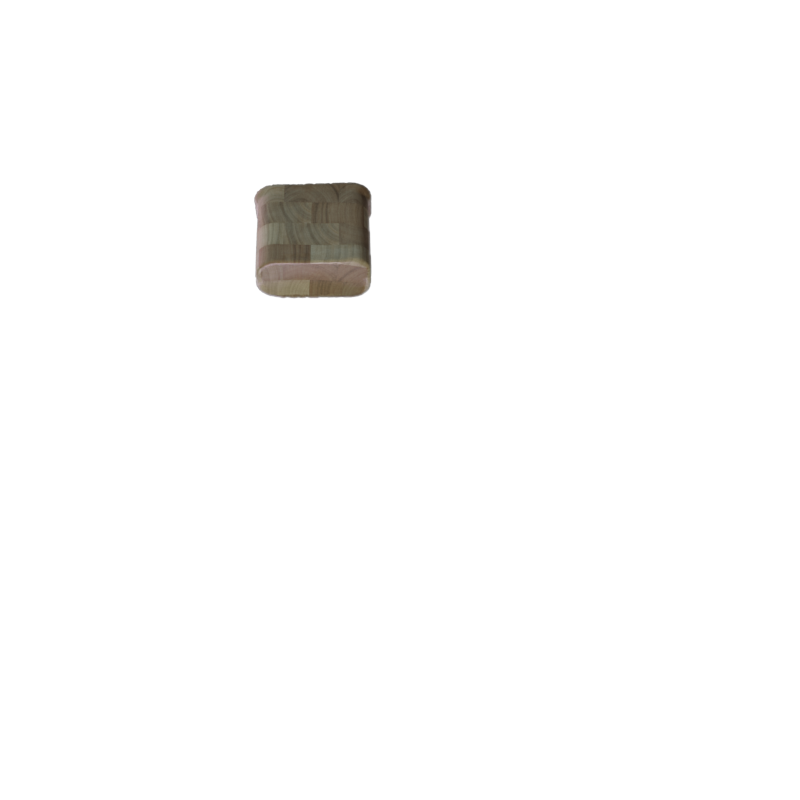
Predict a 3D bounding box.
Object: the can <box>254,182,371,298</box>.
[{"bbox_3d":[-0.074,-0.135,0.943,0.102,0.090,0.054,-1,-36,0],"label":"can"}]
